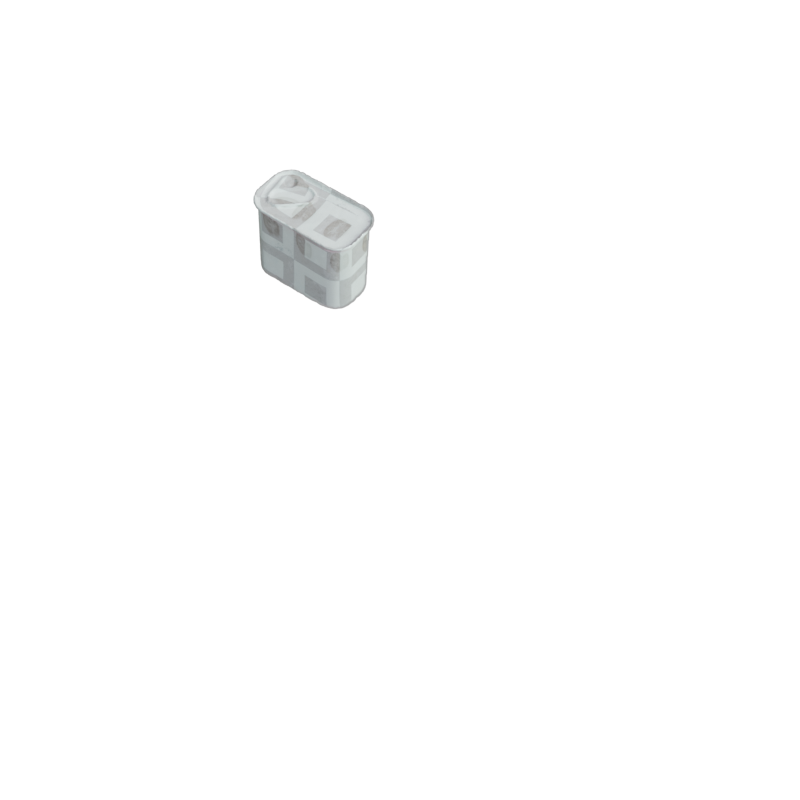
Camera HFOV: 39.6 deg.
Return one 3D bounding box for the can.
[{"bbox_3d":[-0.074,-0.135,0.946,0.107,0.078,0.059,32,57,22],"label":"can"}]
